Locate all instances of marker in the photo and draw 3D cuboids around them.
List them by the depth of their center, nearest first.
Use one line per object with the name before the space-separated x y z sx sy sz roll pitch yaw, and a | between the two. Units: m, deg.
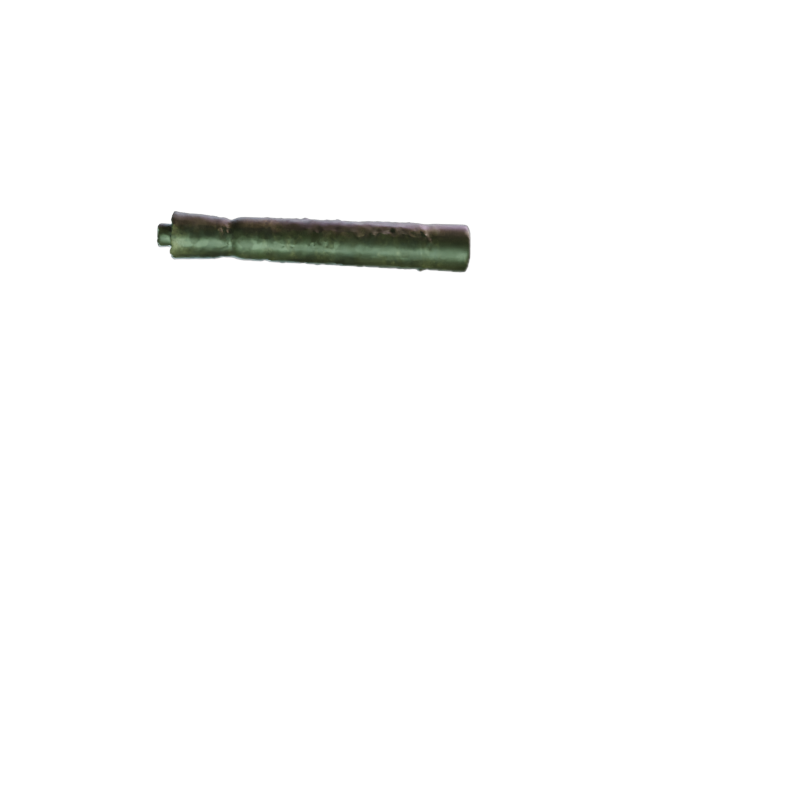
marker | -0.034 -0.062 0.433 0.120 0.020 0.020 2 4 -2
